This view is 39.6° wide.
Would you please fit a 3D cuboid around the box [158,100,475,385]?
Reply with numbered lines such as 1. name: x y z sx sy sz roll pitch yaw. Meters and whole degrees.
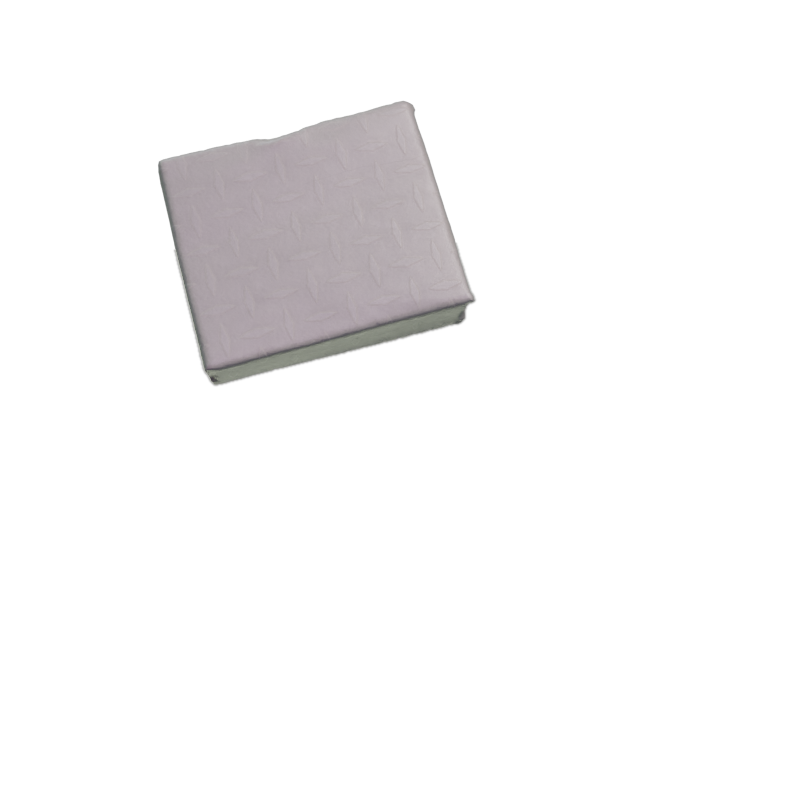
1. box: -0.029 -0.052 0.366 0.089 0.076 0.029 -14 -16 -5
